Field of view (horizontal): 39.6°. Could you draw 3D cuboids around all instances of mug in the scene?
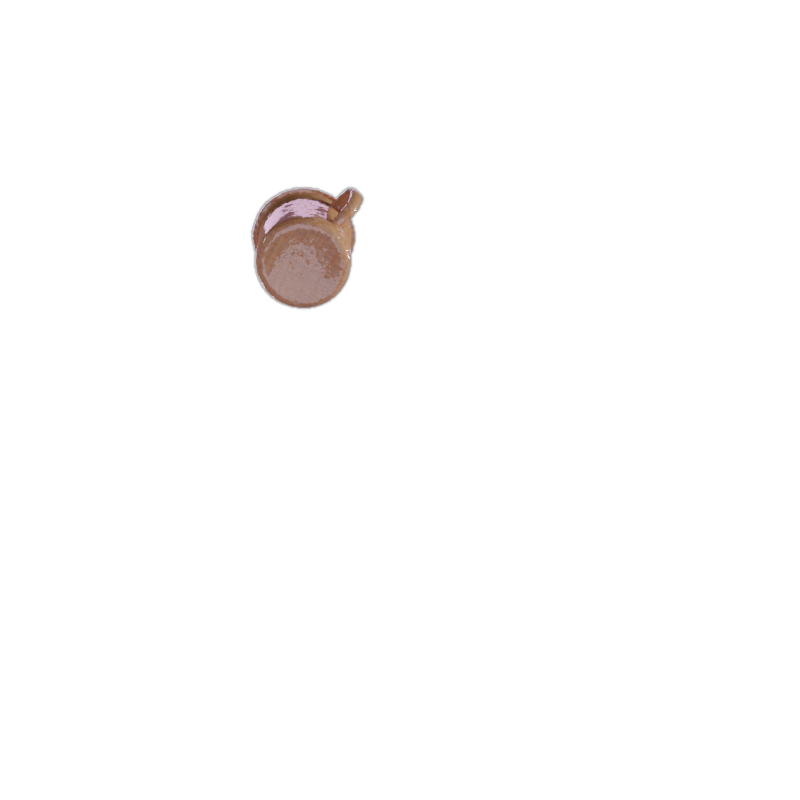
[{"bbox_3d":[-0.076,-0.138,0.966,0.116,0.090,0.085,-41,17,13],"label":"mug"}]
